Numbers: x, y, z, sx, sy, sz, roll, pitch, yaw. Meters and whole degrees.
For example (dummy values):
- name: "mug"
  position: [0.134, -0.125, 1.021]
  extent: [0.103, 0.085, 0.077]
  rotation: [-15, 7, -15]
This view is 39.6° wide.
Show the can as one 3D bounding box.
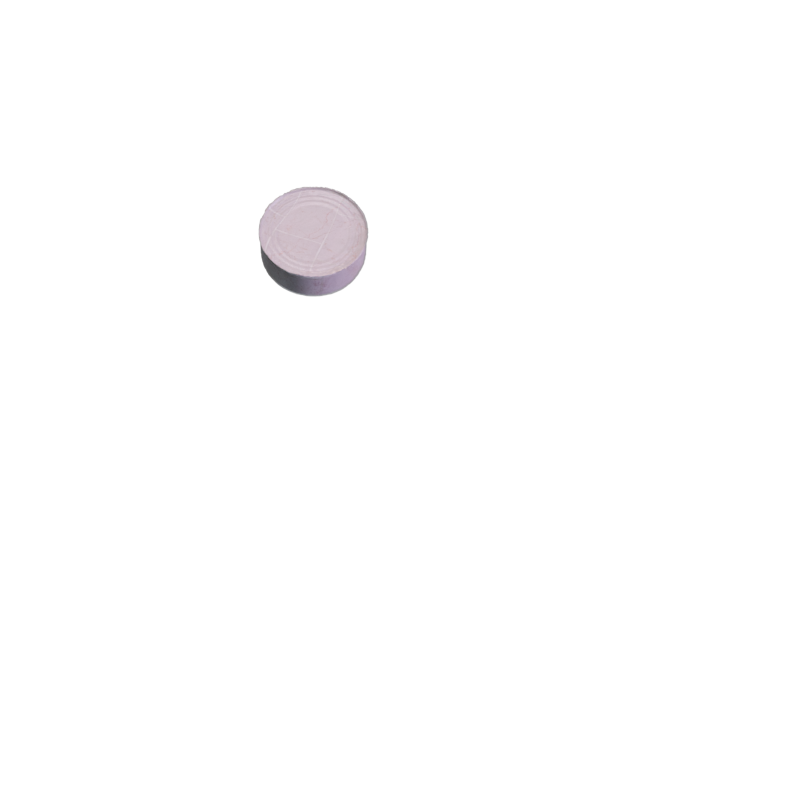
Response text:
- name: "can"
  position: [-0.069, -0.125, 0.877]
  extent: [0.086, 0.092, 0.031]
  rotation: [-1, -31, -1]
